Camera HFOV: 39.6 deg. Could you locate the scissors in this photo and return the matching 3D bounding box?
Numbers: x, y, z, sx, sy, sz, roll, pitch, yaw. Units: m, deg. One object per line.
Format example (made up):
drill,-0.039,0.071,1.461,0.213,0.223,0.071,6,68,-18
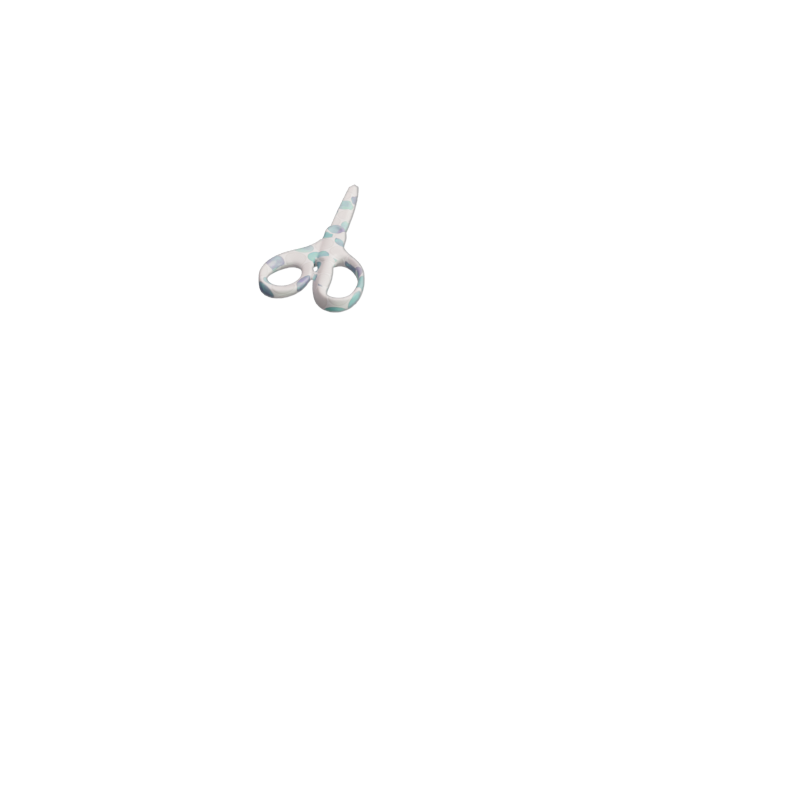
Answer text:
scissors,-0.075,-0.137,0.962,0.096,0.015,0.216,-3,36,-5
